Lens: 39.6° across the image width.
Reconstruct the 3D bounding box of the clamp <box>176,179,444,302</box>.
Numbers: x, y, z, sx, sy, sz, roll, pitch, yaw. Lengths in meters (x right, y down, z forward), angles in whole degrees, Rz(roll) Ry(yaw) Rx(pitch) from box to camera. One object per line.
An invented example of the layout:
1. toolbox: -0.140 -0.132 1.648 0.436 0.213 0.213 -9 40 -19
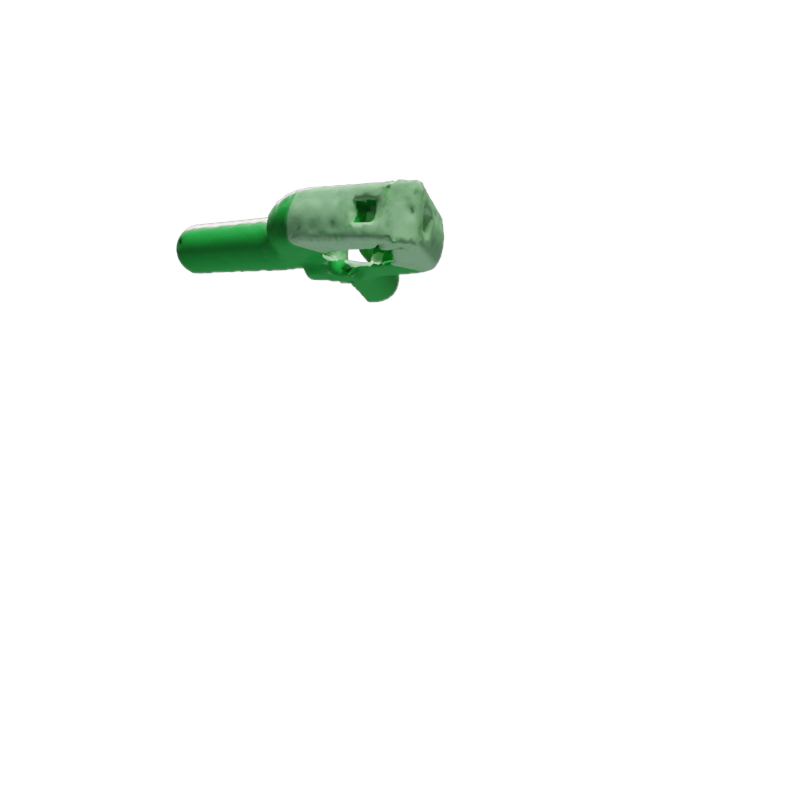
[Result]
1. clamp: -0.041 -0.074 0.520 0.118 0.040 0.170 1 -6 -14
